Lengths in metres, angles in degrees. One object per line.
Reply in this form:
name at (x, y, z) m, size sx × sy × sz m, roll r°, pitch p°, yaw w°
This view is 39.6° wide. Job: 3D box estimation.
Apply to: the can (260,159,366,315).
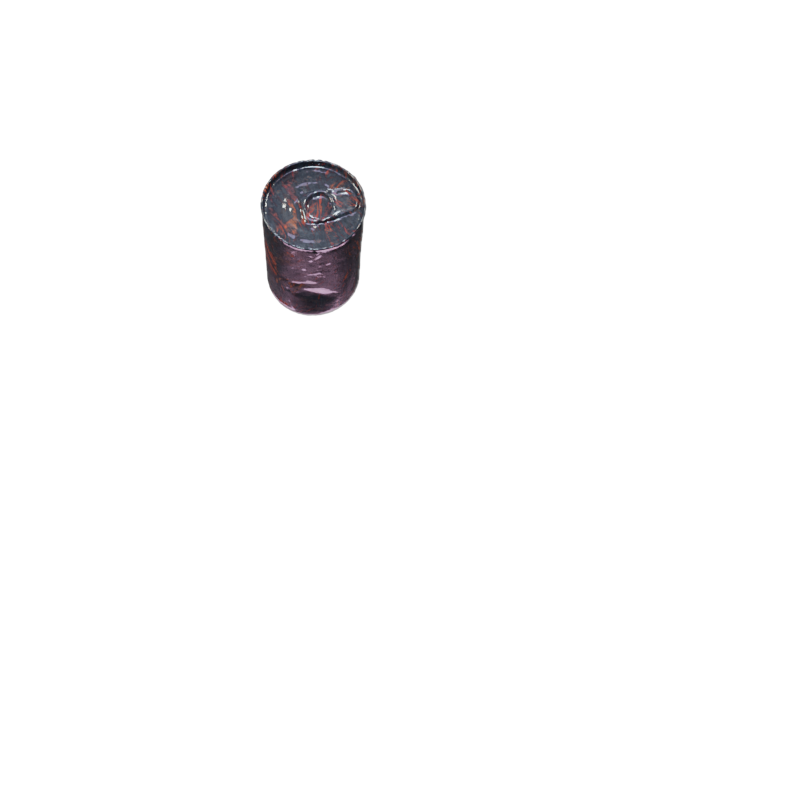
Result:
can at (-0.059, -0.108, 0.756) m, size 0.068 × 0.073 × 0.097 m, roll 0°, pitch -24°, yaw -3°
